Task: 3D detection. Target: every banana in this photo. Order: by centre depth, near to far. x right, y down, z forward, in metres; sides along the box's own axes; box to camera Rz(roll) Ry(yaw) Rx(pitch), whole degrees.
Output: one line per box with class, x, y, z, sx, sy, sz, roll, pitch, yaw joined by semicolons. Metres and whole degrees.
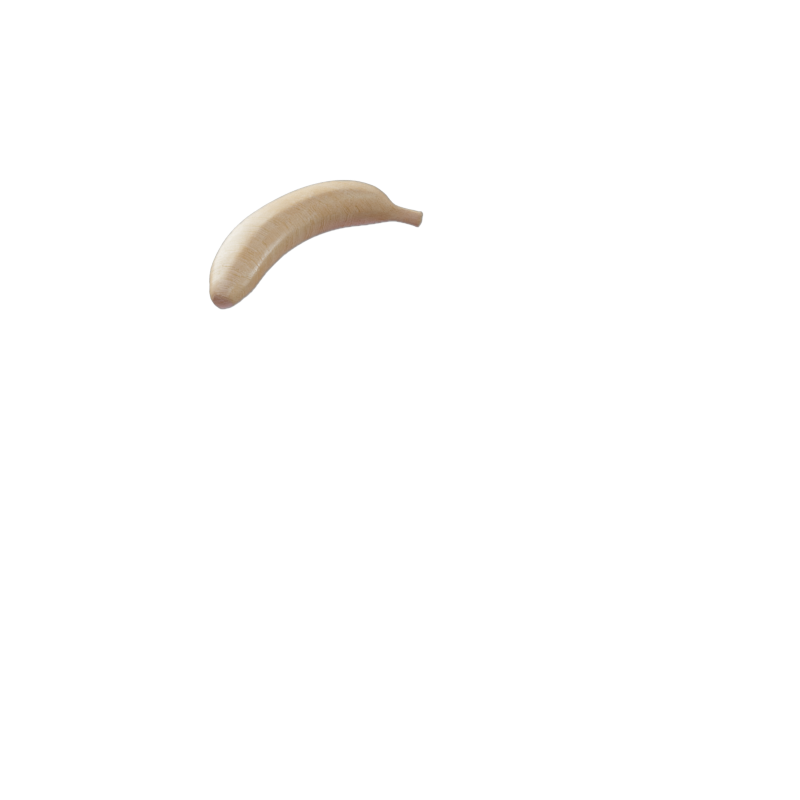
banana;-0.071;-0.120;0.787;0.074;0.034;0.197;28;43;35
